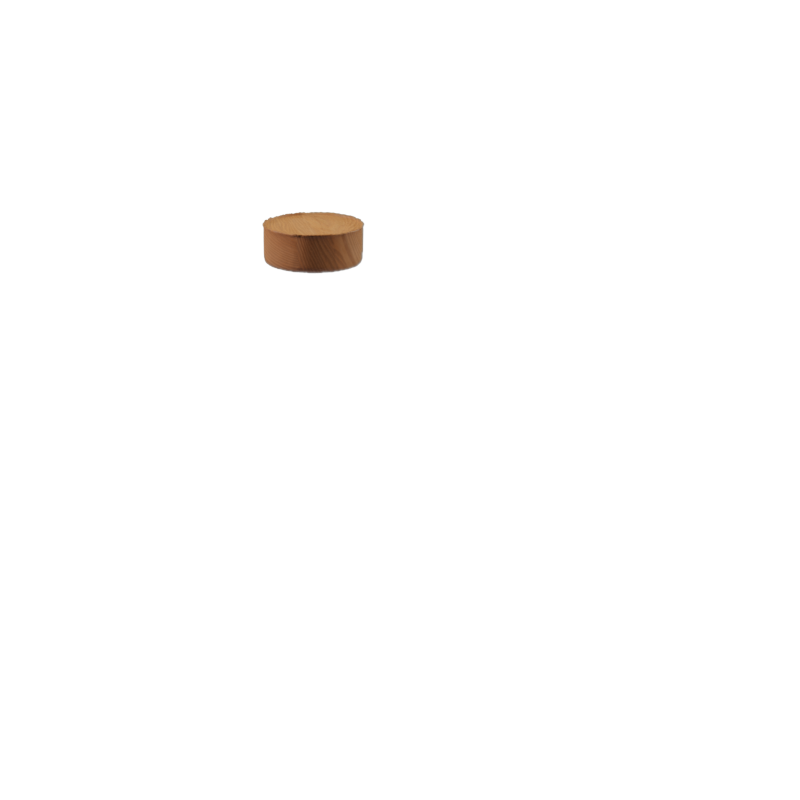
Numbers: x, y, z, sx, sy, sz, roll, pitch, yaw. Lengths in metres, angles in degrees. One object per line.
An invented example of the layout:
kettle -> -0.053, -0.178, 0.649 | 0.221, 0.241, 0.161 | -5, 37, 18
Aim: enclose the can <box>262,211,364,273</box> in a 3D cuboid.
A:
can -> -0.074, -0.134, 0.940 | 0.086, 0.032, 0.090 | -1, 21, -2
